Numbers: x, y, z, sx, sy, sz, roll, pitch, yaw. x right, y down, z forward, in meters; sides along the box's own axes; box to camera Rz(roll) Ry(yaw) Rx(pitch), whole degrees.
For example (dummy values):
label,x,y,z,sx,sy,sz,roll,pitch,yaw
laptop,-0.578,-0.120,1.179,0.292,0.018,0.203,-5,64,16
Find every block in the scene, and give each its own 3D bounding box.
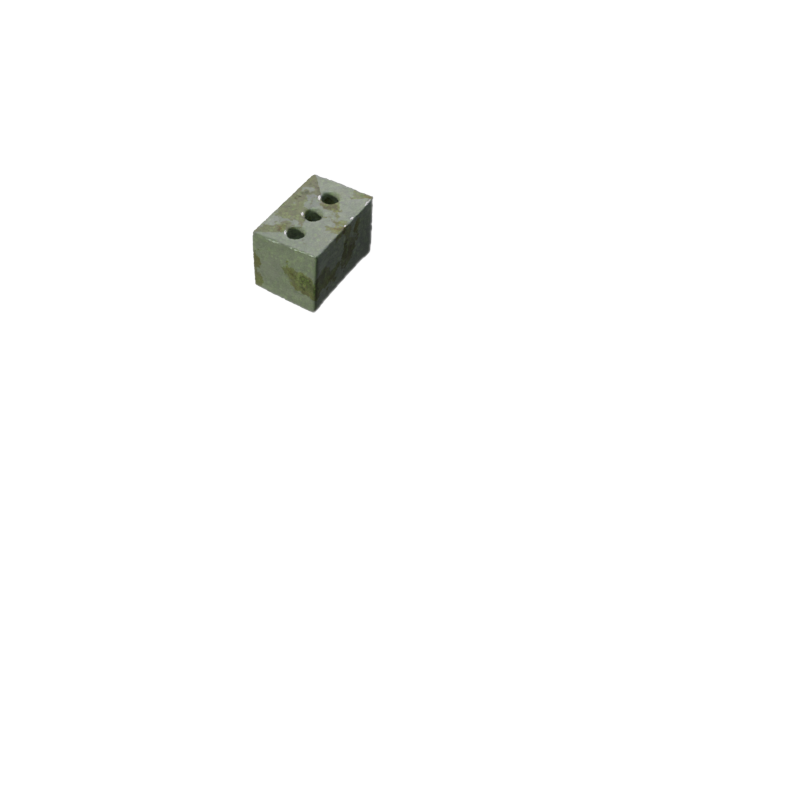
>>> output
label,x,y,z,sx,sy,sz,roll,pitch,yaw
block,-0.061,-0.111,0.778,0.055,0.048,0.080,23,50,19
